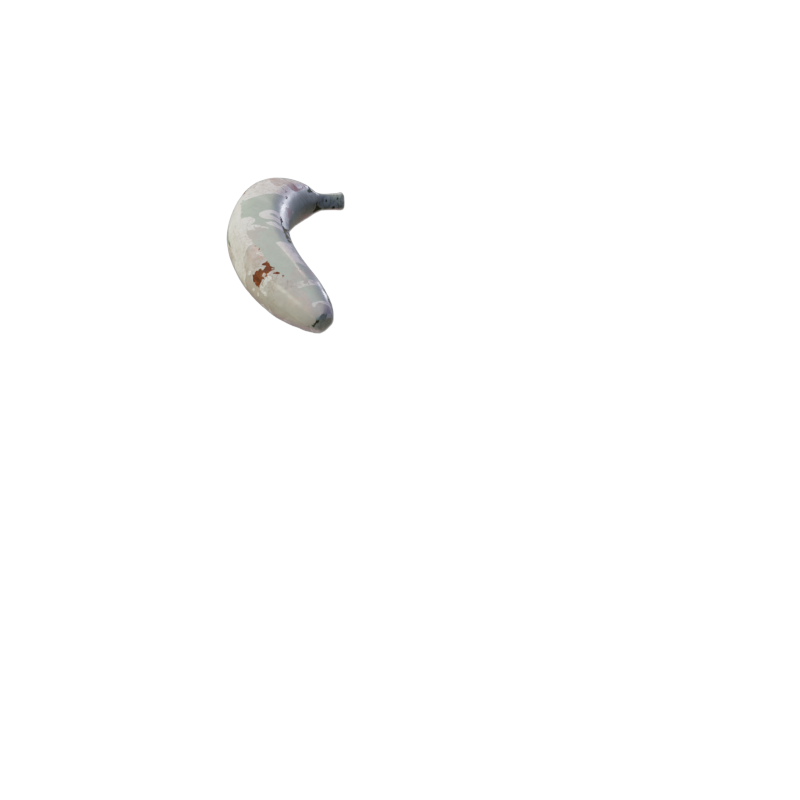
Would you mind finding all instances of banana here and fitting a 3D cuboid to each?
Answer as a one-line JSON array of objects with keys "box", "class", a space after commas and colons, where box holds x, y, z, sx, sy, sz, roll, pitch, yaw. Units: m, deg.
[{"box": [-0.070, -0.097, 0.663, 0.070, 0.035, 0.209, 0, 30, 0], "class": "banana"}]
